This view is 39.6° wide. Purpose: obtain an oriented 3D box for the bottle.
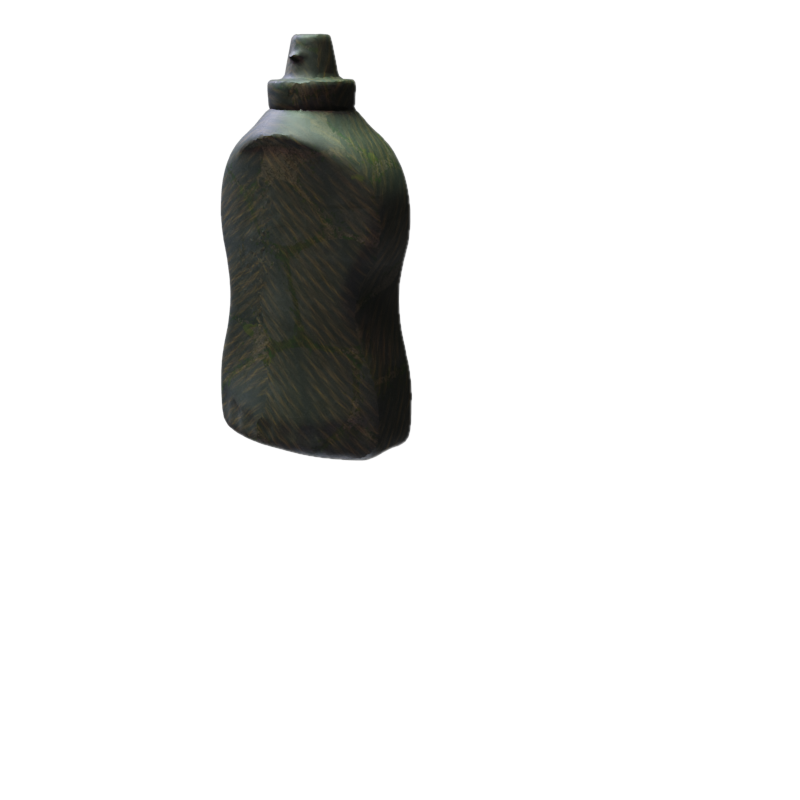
[{"bbox_3d":[-0.041,-0.074,0.521,0.101,0.187,0.057,9,12,37],"label":"bottle"}]
